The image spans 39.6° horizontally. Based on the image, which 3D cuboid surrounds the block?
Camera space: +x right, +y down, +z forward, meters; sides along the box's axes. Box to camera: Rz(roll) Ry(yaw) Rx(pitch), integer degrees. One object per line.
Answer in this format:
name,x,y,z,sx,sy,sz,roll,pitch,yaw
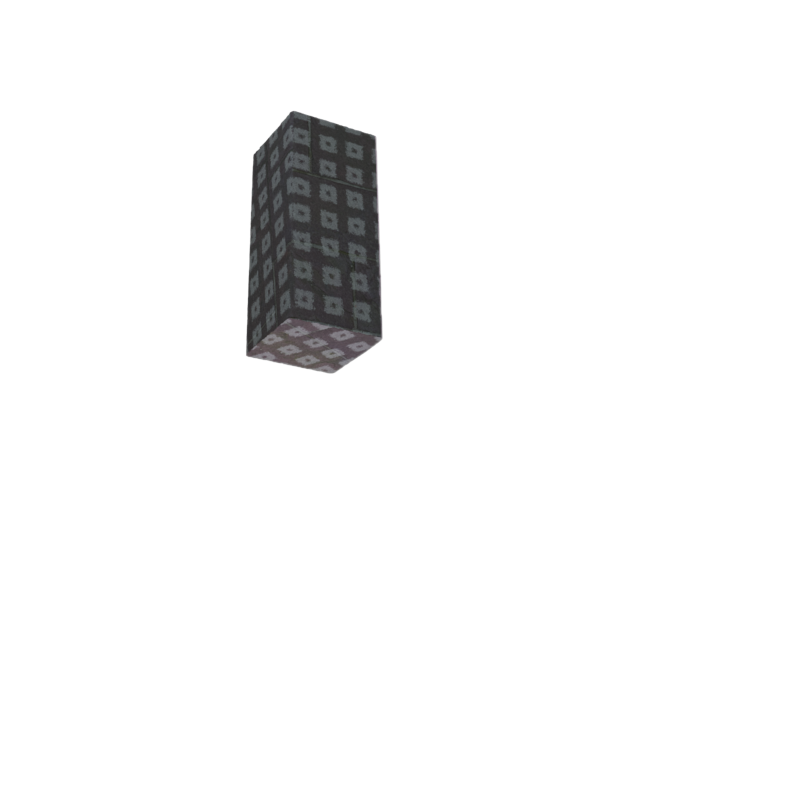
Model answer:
block,-0.078,-0.141,0.990,0.087,0.219,0.089,13,-31,-27
